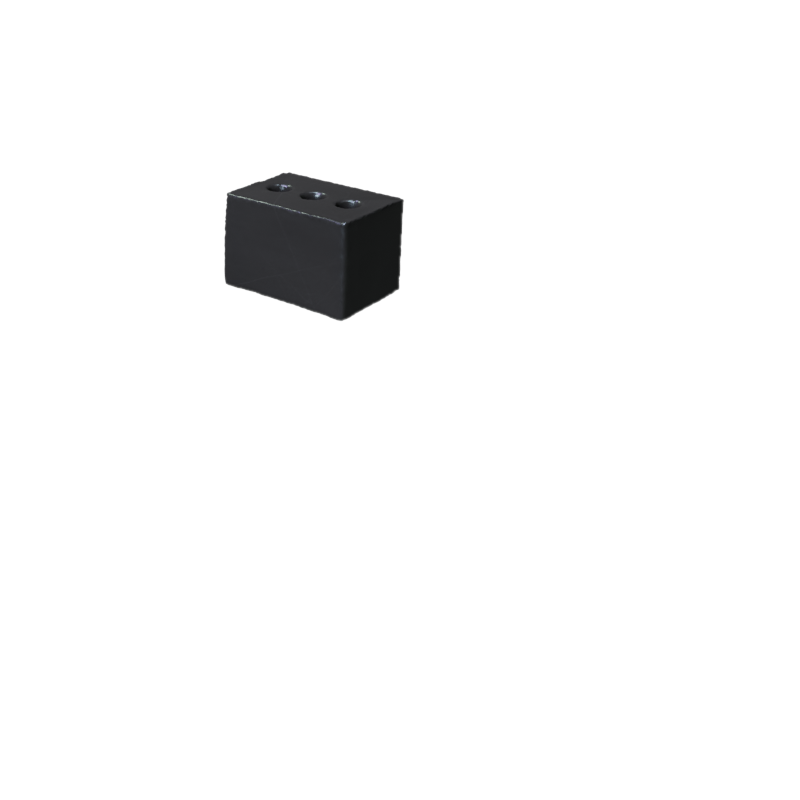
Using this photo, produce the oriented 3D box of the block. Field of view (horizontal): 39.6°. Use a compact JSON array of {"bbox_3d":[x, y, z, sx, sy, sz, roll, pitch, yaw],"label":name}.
[{"bbox_3d":[-0.044,-0.081,0.566,0.082,0.049,0.053,18,30,32],"label":"block"}]
